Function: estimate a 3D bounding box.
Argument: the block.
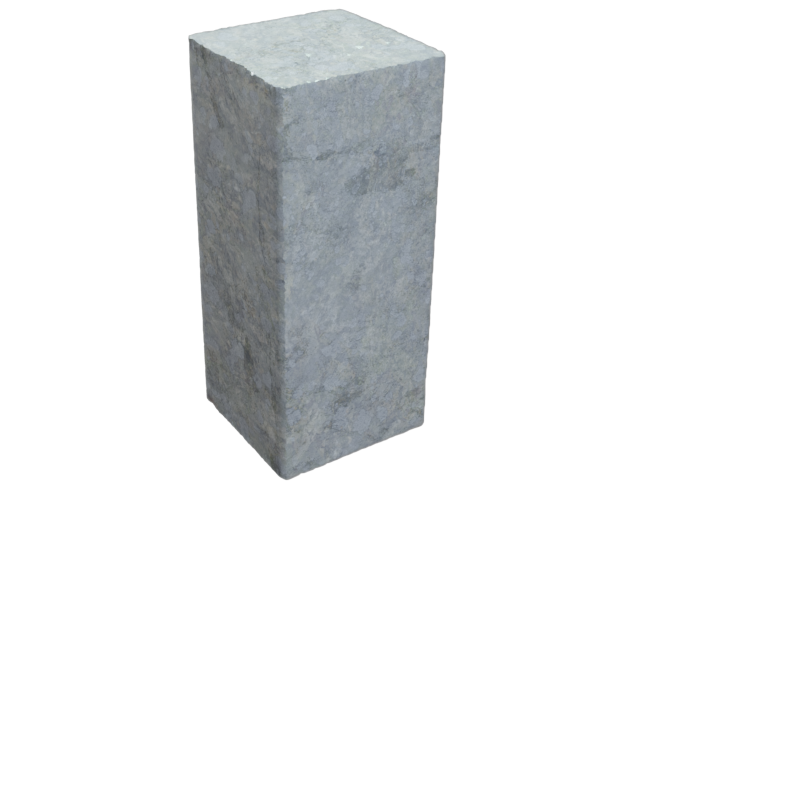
[{"bbox_3d":[-0.044,-0.080,0.557,0.089,0.194,0.097,-18,36,-30],"label":"block"}]
